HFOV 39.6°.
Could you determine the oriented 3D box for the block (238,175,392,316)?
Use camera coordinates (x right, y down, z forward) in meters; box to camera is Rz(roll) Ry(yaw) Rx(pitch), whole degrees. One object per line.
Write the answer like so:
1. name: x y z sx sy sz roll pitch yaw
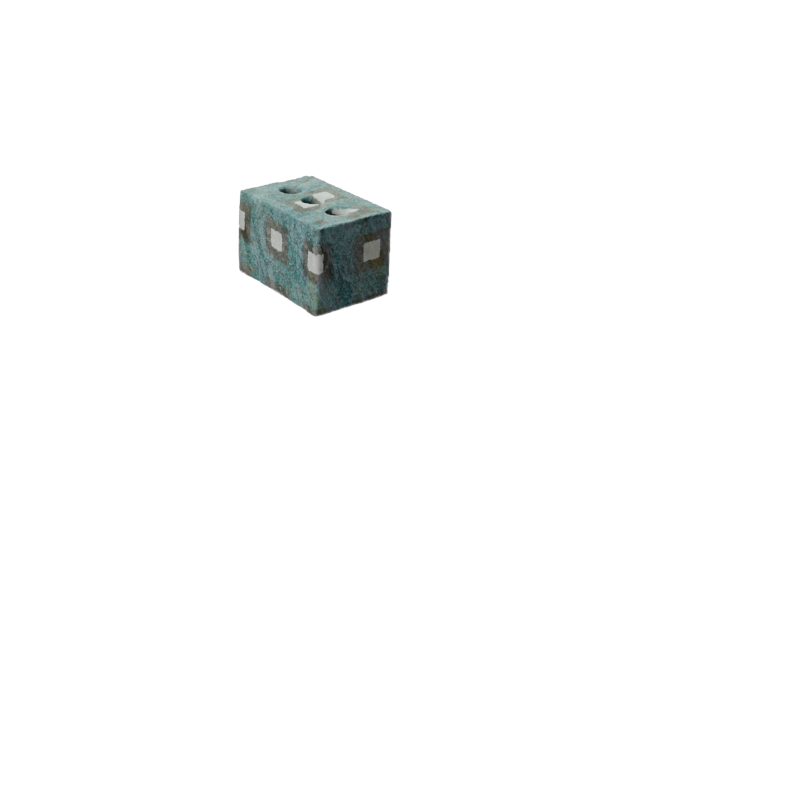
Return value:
1. block: -0.049 -0.089 0.621 0.052 0.049 0.083 -18 33 -34
